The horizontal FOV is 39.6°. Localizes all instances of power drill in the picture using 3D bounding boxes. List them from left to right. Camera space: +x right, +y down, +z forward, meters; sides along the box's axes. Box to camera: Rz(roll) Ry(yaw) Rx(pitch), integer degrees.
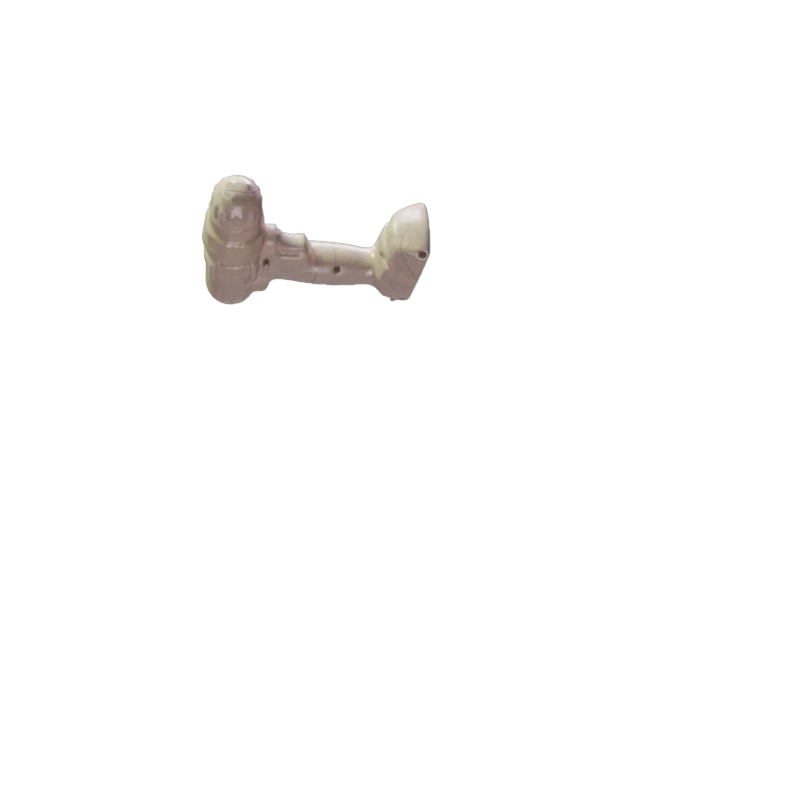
[{"bbox_3d":[-0.073,-0.134,0.936,0.186,0.060,0.177,2,-19,-8],"label":"power drill"}]
